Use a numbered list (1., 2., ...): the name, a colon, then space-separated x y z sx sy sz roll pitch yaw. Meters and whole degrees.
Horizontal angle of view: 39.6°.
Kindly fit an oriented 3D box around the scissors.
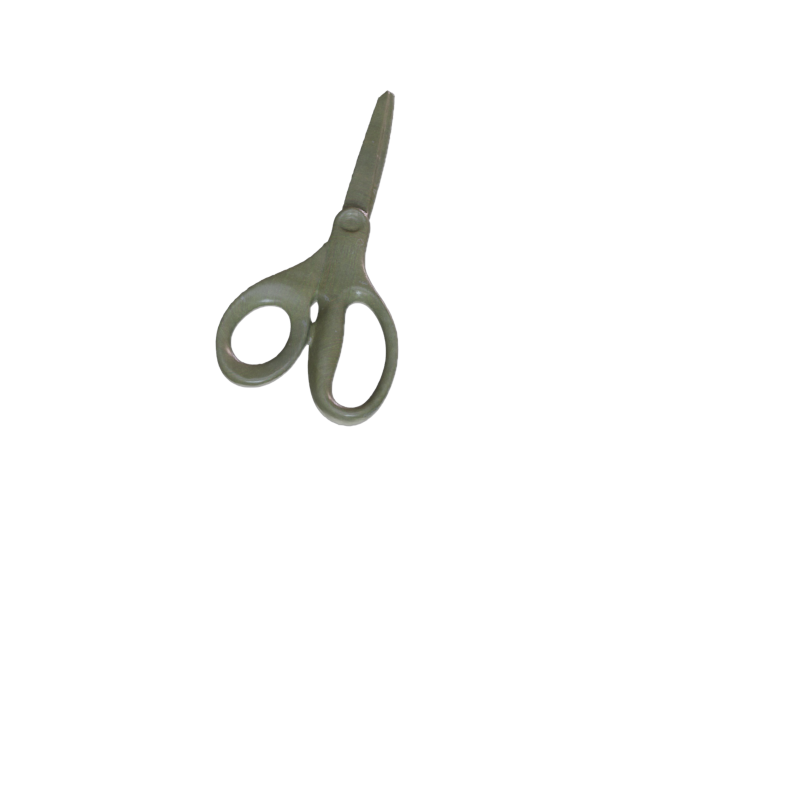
1. scissors: -0.044 -0.080 0.564 0.096 0.216 0.015 -3 -32 -2
